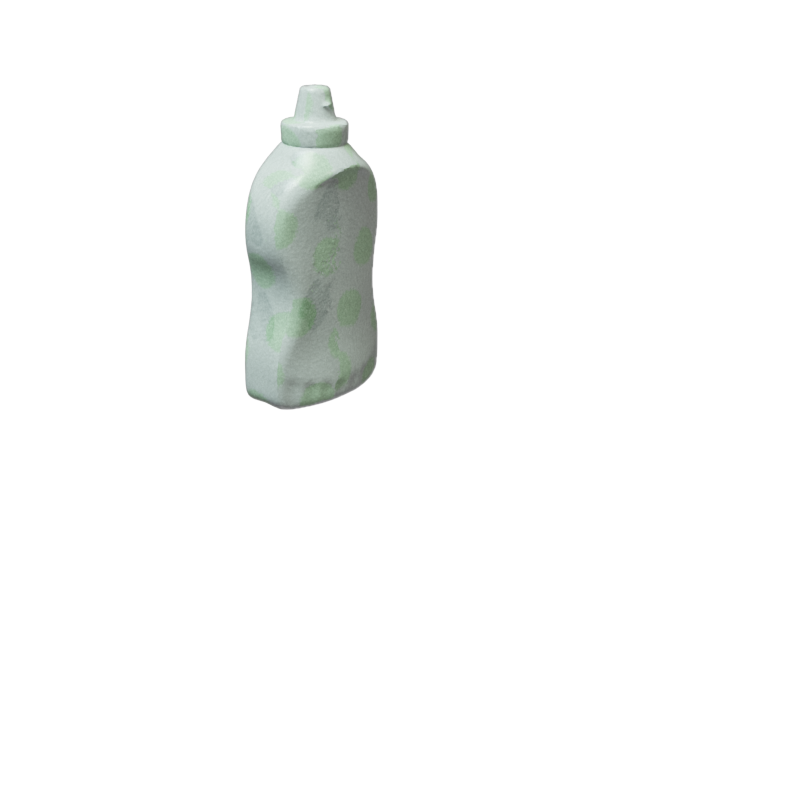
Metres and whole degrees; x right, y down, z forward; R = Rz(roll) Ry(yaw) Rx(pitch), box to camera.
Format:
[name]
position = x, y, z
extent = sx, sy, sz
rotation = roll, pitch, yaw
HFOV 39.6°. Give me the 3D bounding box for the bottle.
[bottle]
position = -0.053, -0.097, 0.682
extent = 0.062, 0.184, 0.094
rotation = 15, 23, 39
